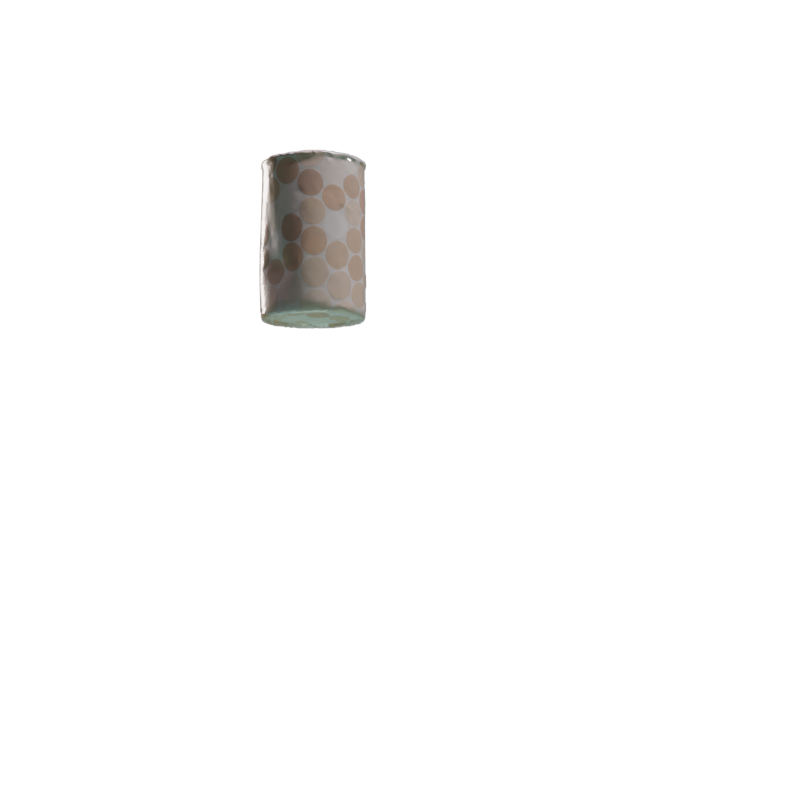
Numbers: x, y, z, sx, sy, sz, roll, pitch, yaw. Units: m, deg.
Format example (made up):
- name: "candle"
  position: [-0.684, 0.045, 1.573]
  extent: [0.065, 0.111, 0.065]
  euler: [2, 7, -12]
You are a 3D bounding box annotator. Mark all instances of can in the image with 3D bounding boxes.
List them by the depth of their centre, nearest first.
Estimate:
- name: "can"
  position: [-0.055, -0.101, 0.705]
  extent: [0.068, 0.105, 0.067]
  euler: [0, -11, -2]
